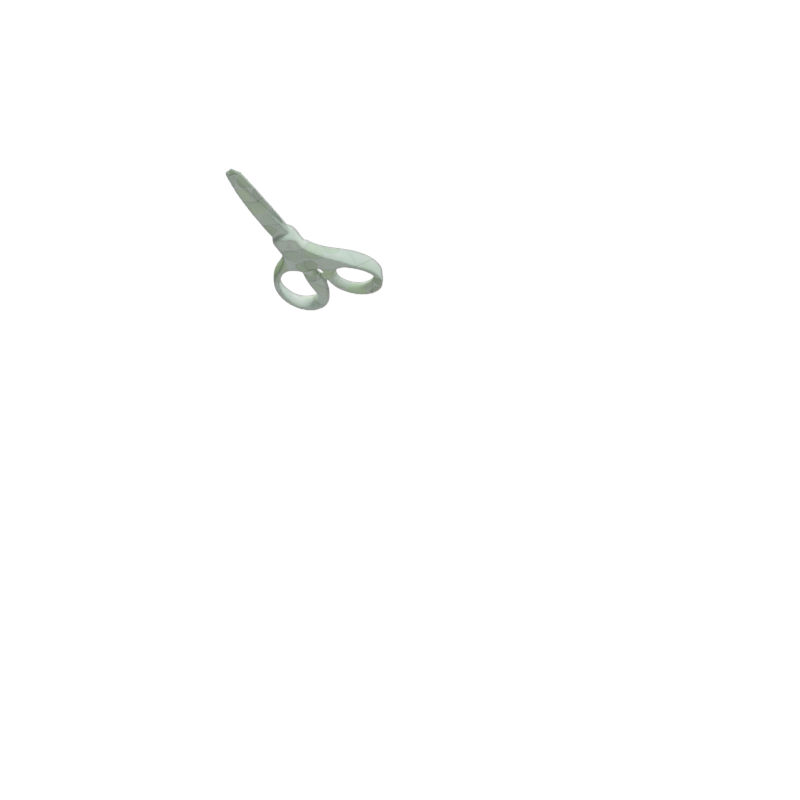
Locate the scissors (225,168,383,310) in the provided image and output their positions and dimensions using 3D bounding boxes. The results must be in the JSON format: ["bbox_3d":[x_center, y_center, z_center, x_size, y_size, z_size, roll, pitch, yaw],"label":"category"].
[{"bbox_3d":[-0.065,-0.118,0.827,0.097,0.017,0.189,-2,-24,3],"label":"scissors"}]
